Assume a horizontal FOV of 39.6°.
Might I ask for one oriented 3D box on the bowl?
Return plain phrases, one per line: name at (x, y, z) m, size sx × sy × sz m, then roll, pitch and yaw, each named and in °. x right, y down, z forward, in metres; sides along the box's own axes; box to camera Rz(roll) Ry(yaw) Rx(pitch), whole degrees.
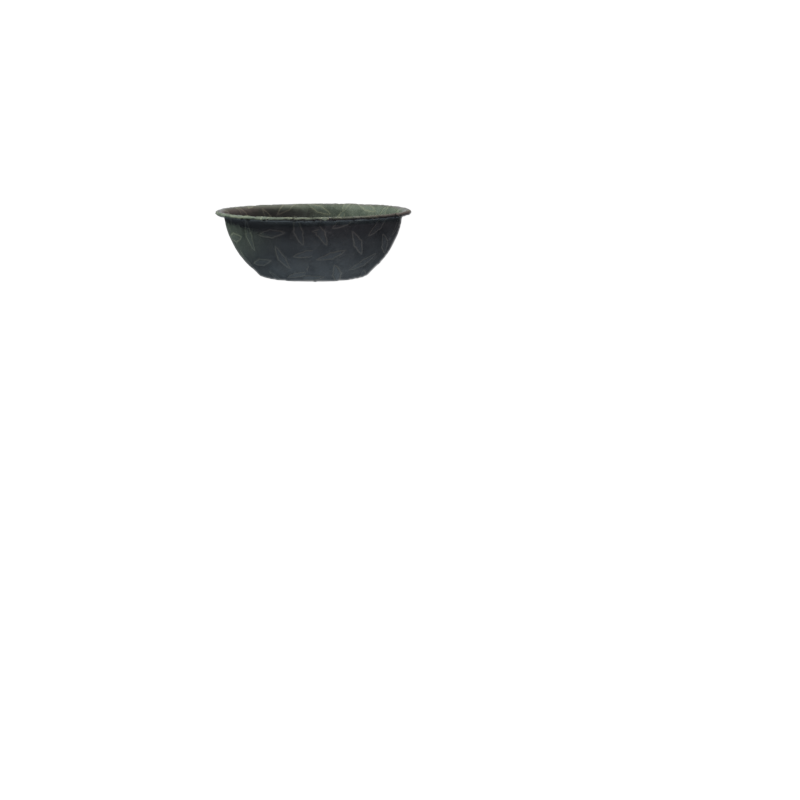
bowl at (-0.072, -0.131, 0.918) m, size 0.162 × 0.054 × 0.166 m, roll 0°, pitch 13°, yaw -2°
